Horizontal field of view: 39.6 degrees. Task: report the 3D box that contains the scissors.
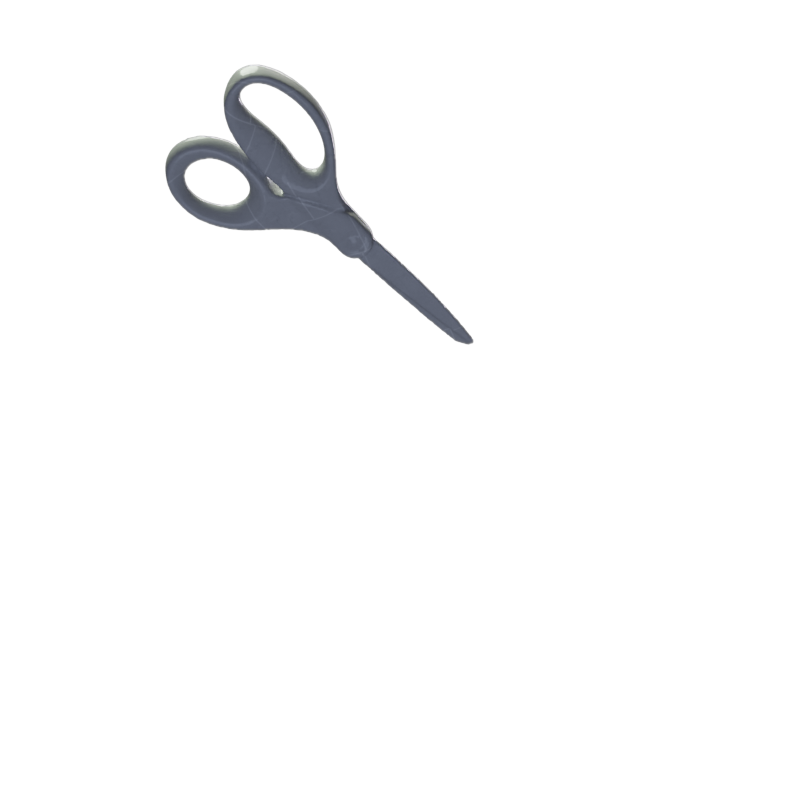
[{"bbox_3d":[-0.045,-0.082,0.577,0.096,0.188,0.017,-22,33,15],"label":"scissors"}]
